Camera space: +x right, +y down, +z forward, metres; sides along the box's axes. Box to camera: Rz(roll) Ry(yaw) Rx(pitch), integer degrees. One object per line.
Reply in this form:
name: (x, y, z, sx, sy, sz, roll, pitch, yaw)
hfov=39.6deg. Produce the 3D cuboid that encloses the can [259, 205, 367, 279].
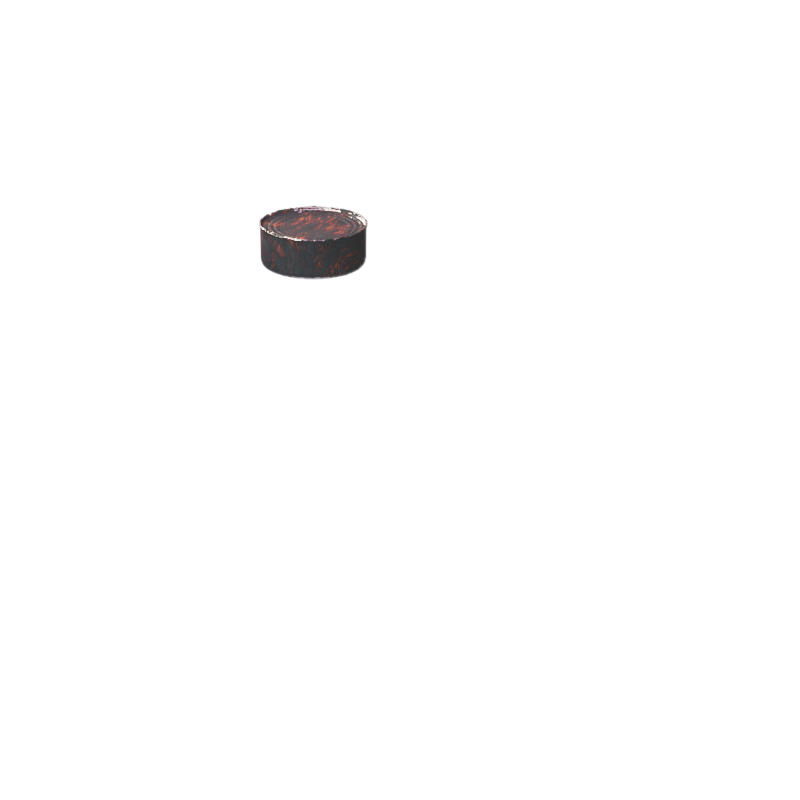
can: (-0.069, -0.126, 0.881, 0.086, 0.032, 0.090, -1, 25, -2)
